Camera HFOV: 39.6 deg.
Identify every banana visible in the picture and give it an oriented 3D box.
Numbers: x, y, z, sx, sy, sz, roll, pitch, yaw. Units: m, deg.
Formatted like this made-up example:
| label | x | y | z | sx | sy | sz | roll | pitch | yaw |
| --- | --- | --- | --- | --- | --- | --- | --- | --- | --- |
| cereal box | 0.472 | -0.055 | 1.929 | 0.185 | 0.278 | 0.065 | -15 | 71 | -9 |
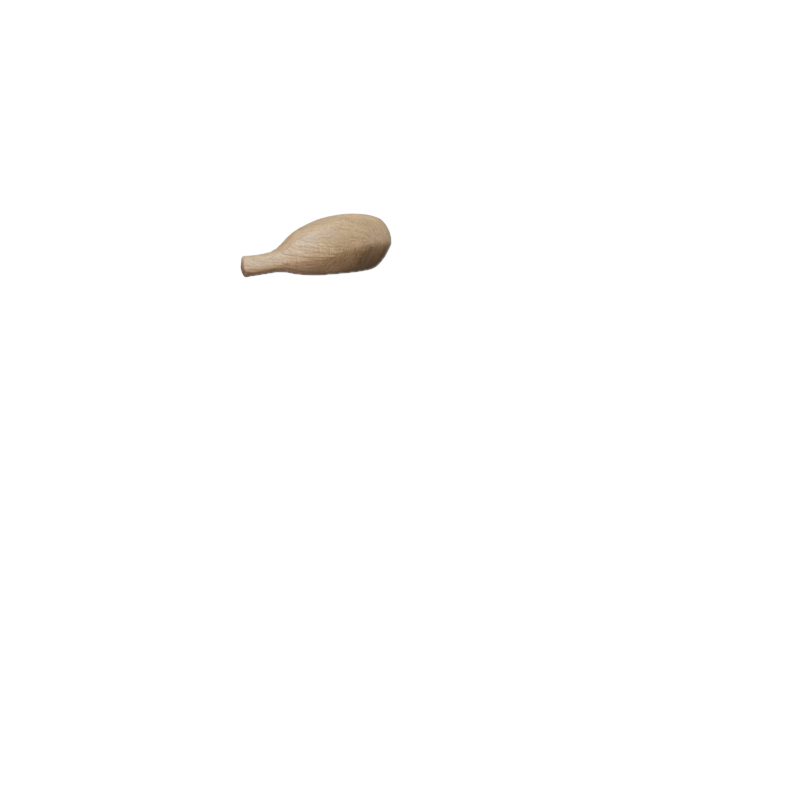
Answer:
| label | x | y | z | sx | sy | sz | roll | pitch | yaw |
| --- | --- | --- | --- | --- | --- | --- | --- | --- | --- |
| banana | -0.040 | -0.102 | 0.718 | 0.071 | 0.036 | 0.196 | 2 | 9 | 13 |
